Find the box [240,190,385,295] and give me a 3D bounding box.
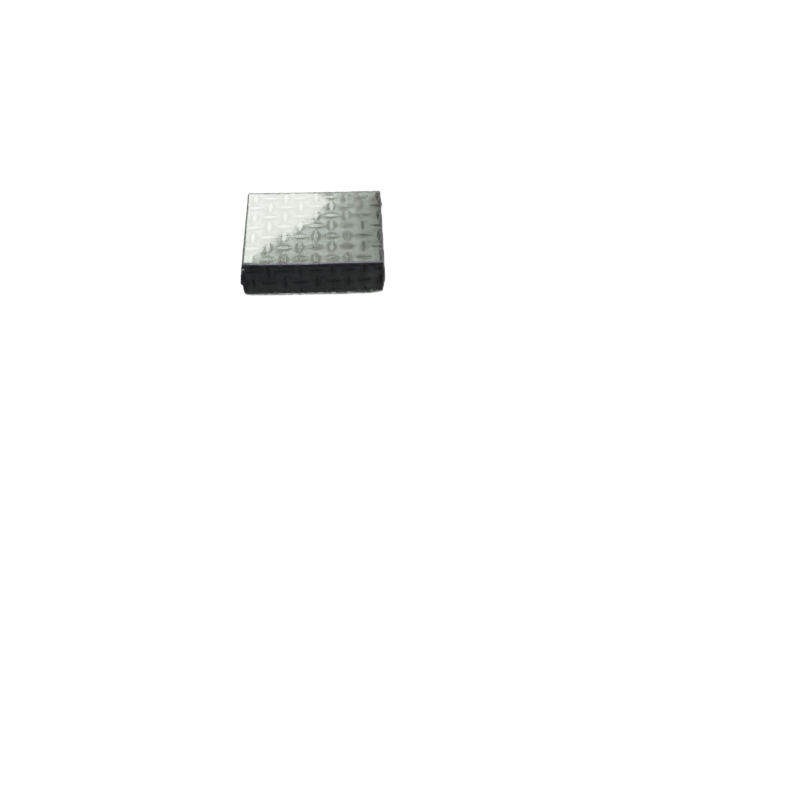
[{"bbox_3d":[-0.070,-0.127,0.893,0.113,0.096,0.036,0,-44,-1],"label":"box"}]
